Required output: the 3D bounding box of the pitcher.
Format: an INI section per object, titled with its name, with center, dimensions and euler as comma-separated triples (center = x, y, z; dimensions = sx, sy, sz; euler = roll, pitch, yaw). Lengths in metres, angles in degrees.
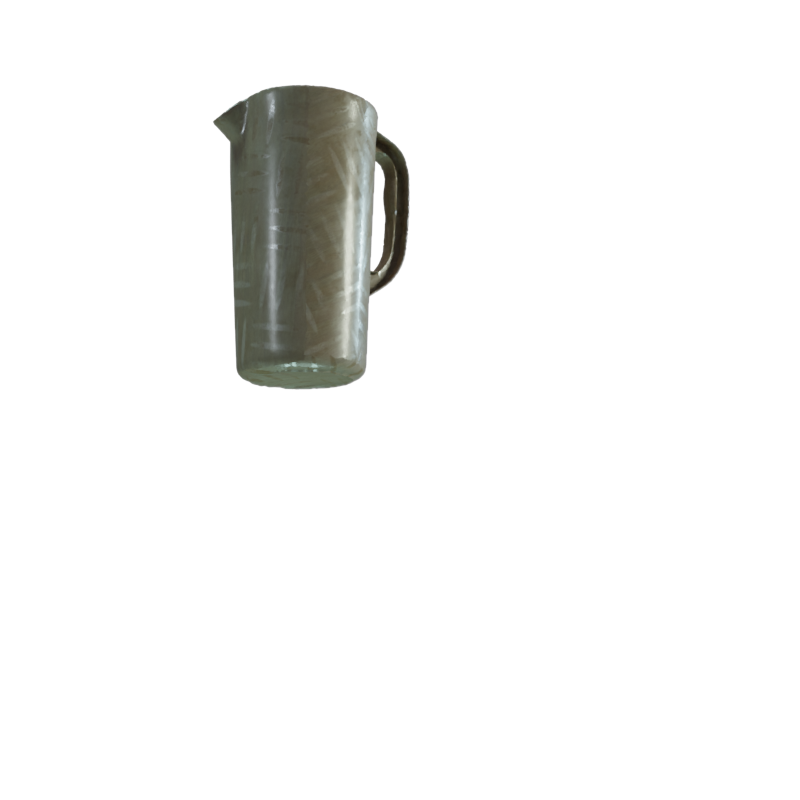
[pitcher]
center = -0.075, -0.136, 0.953
dimensions = 0.151, 0.252, 0.138
euler = -4, -15, 12
